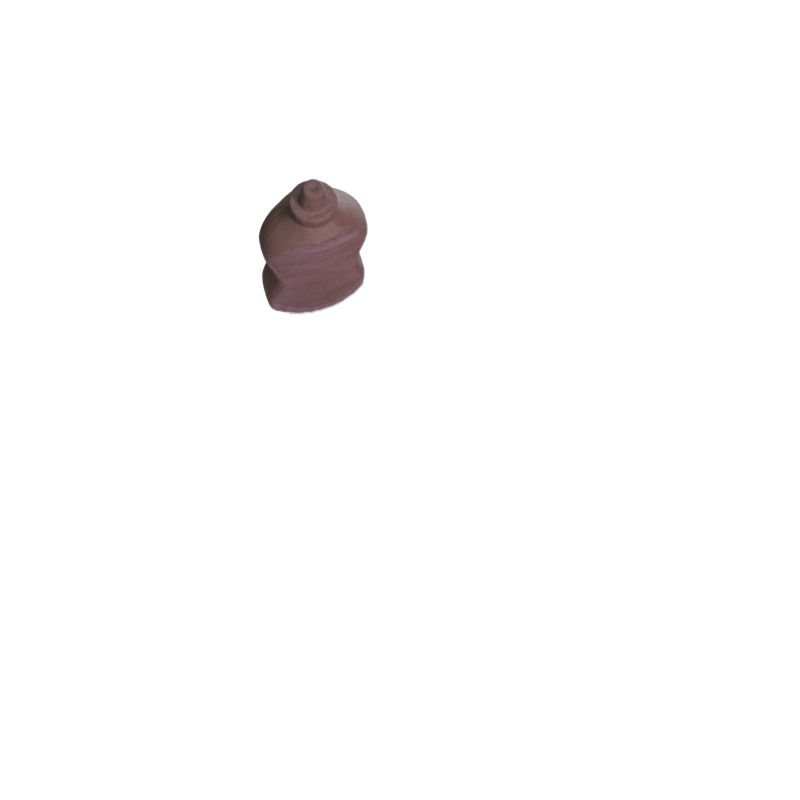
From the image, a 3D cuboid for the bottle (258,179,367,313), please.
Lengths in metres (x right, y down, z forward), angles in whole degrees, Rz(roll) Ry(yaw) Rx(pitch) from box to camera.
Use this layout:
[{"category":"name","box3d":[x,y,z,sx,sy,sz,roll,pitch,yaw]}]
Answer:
[{"category":"bottle","box3d":[-0.078,-0.142,0.990,0.095,0.062,0.182,-14,-19,-9]}]
